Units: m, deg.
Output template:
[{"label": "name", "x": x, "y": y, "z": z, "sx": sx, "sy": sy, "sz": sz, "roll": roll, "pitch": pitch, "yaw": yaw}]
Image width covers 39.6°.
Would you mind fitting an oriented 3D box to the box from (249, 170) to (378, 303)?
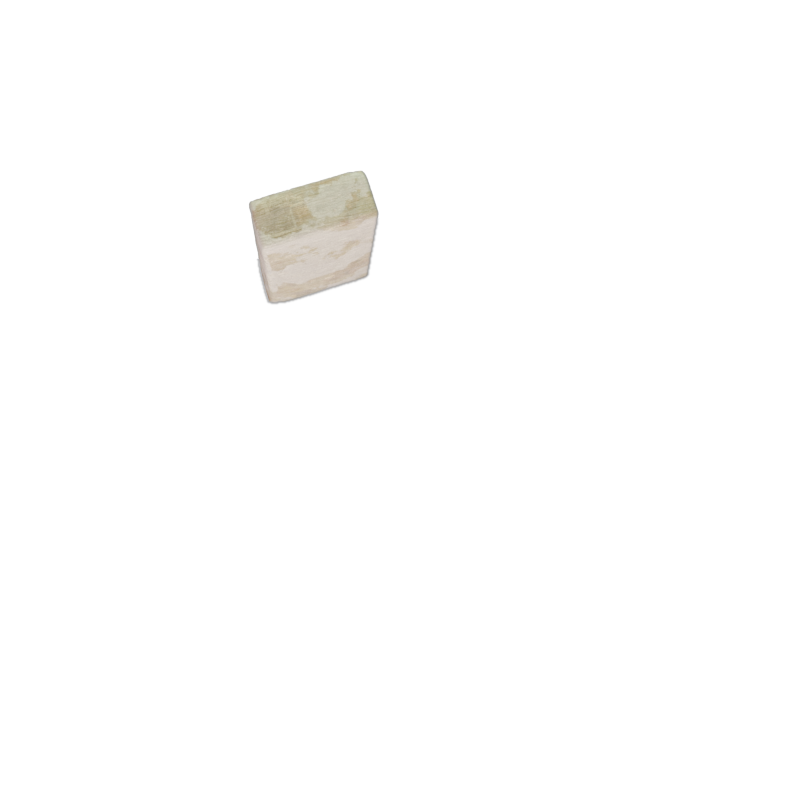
[{"label": "box", "x": -0.071, "y": -0.129, "z": 0.903, "sx": 0.093, "sy": 0.050, "sz": 0.170, "roll": -17, "pitch": -11, "yaw": -7}]
